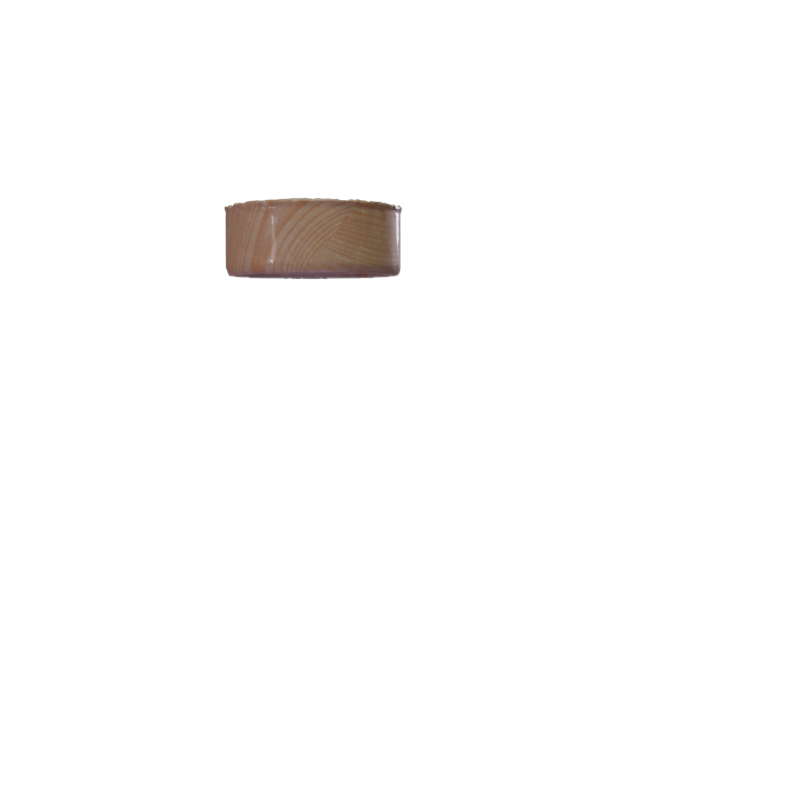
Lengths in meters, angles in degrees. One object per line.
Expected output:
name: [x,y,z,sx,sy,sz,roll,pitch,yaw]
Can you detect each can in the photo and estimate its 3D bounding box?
can: [-0.042,-0.076,0.535,0.086,0.034,0.086,0,3,-2]
